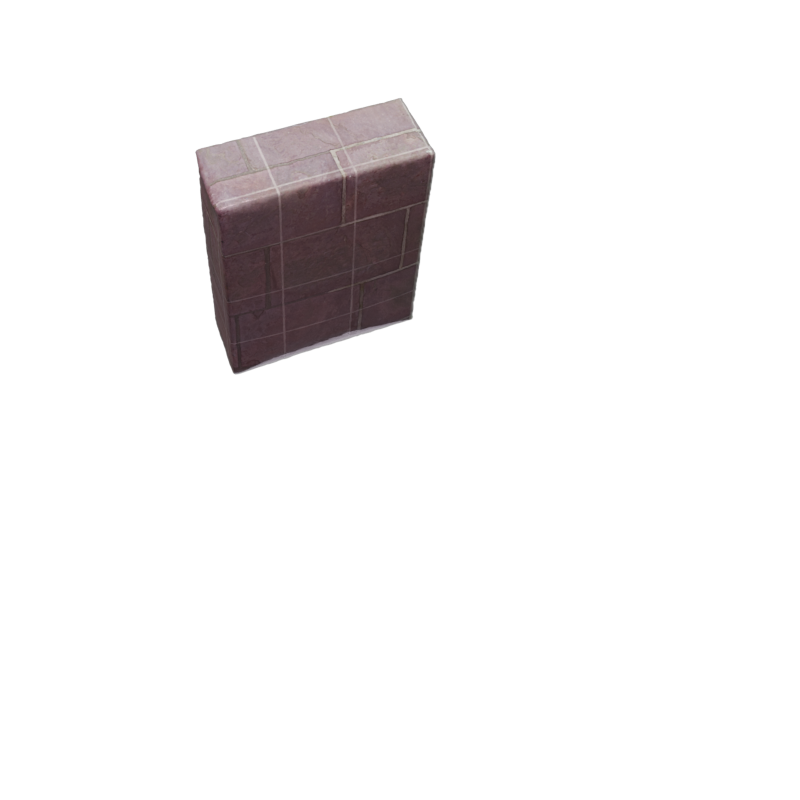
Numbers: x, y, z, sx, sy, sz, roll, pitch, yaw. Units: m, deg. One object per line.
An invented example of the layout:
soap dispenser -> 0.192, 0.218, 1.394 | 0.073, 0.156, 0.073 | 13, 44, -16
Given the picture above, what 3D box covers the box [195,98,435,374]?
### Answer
box -> -0.068, -0.124, 0.867 | 0.163, 0.077, 0.200 | -17, -31, -14
